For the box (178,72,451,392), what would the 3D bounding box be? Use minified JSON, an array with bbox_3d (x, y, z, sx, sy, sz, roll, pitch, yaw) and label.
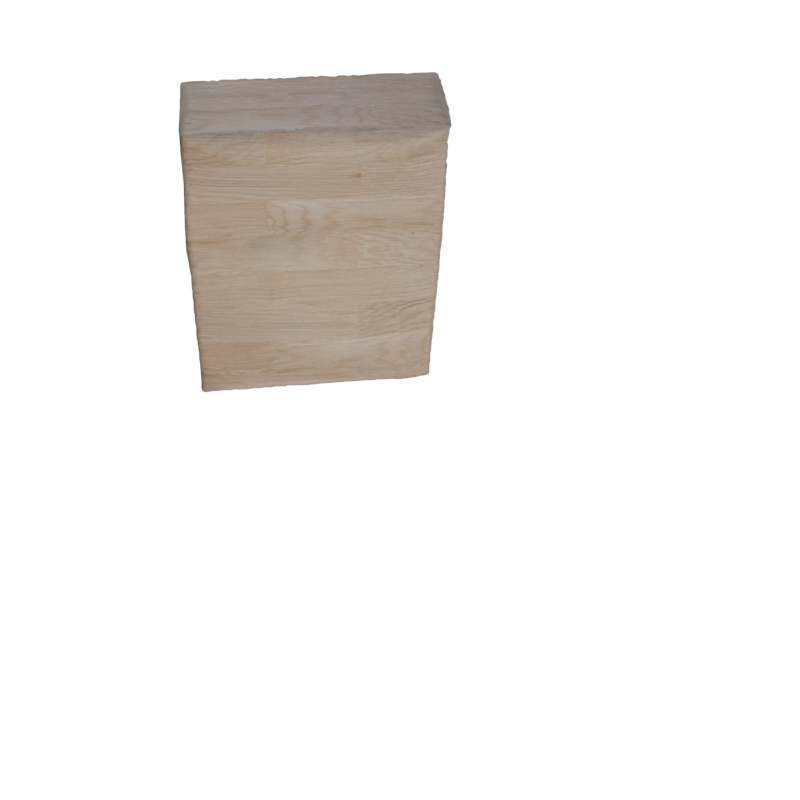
[{"bbox_3d":[-0.057,-0.104,0.731,0.163,0.199,0.077,-2,43,-5],"label":"box"}]
